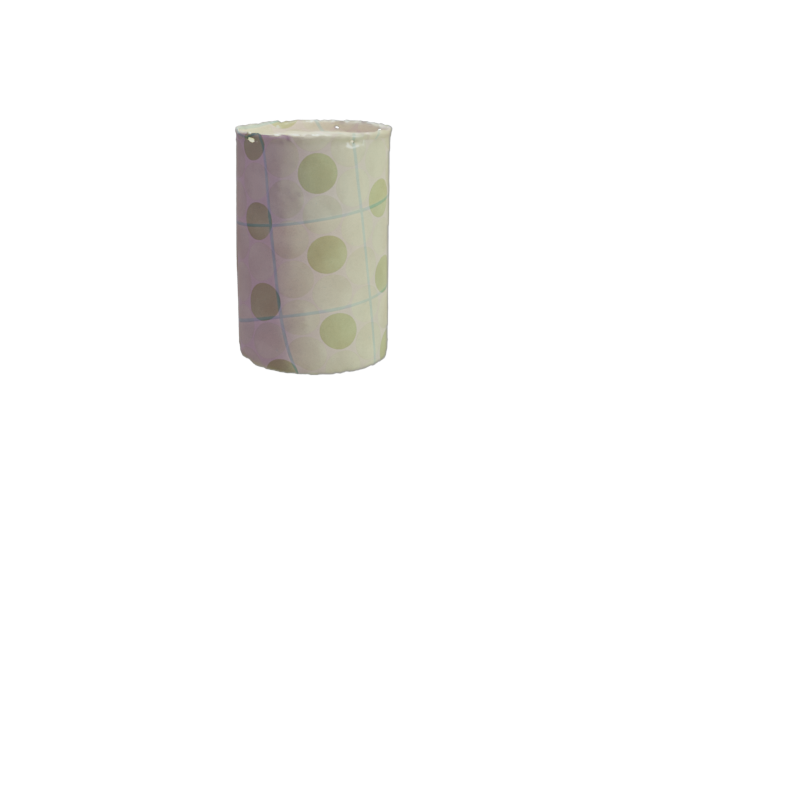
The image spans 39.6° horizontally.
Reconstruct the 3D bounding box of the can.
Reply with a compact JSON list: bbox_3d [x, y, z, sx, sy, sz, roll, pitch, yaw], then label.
[{"bbox_3d":[-0.038,-0.070,0.488,0.068,0.099,0.071,0,14,-2],"label":"can"}]
